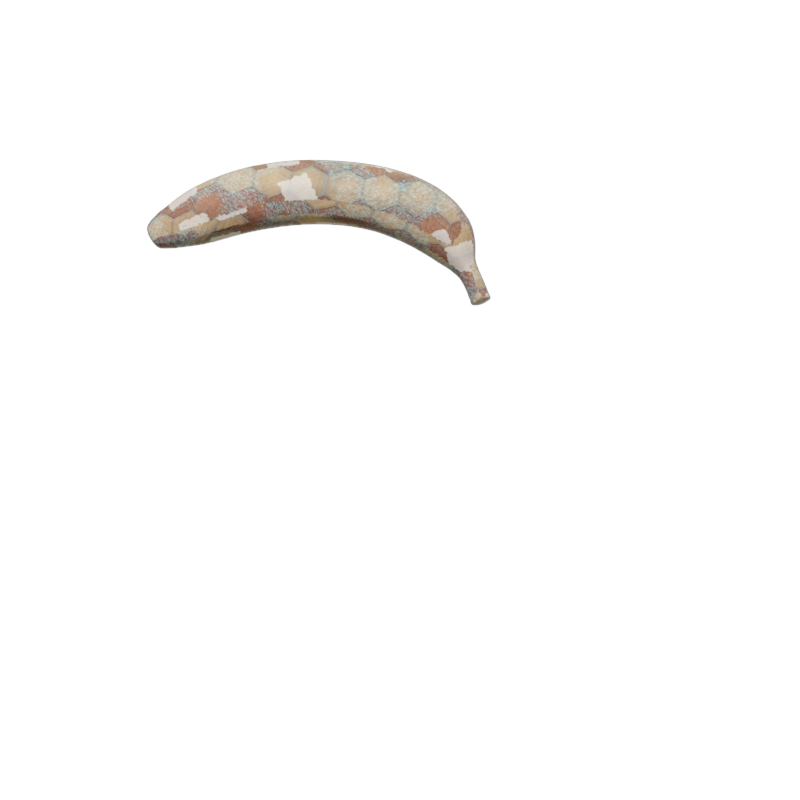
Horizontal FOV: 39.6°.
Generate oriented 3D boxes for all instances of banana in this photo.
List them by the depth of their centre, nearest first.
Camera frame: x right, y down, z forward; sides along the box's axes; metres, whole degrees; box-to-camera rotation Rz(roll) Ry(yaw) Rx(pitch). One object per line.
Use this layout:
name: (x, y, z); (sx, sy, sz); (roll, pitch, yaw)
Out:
banana: (-0.042, -0.106, 0.632); (0.199, 0.073, 0.035); (10, -25, 5)
